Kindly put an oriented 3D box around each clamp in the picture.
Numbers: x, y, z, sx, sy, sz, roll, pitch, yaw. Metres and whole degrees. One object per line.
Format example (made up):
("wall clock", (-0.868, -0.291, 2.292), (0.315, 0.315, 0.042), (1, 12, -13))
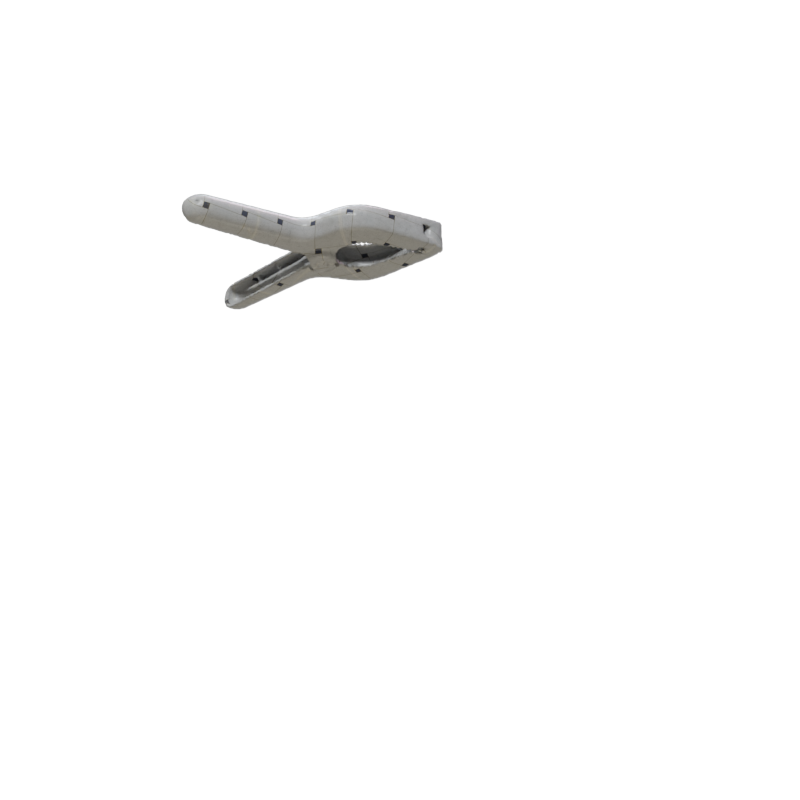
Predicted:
("clamp", (-0.073, -0.132, 0.926), (0.213, 0.039, 0.153), (-6, -25, 13))
